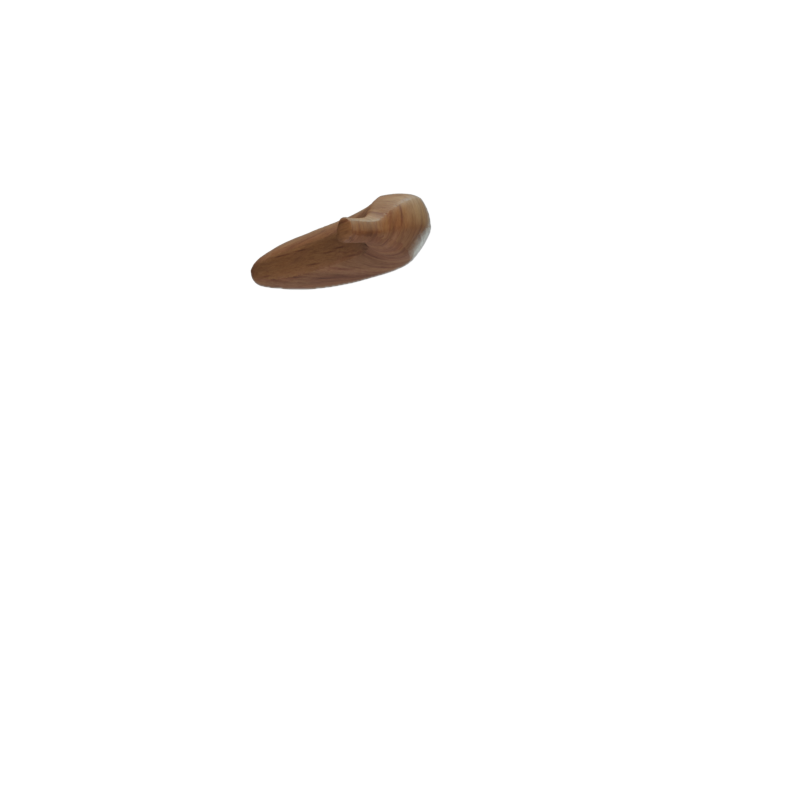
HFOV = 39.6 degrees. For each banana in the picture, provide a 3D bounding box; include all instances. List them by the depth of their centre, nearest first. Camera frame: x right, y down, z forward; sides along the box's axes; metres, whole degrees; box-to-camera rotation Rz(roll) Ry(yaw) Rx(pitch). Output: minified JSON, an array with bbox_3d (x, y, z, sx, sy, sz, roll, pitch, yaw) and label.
[{"bbox_3d":[-0.030,-0.088,0.619,0.068,0.037,0.199,1,-3,-20],"label":"banana"}]
